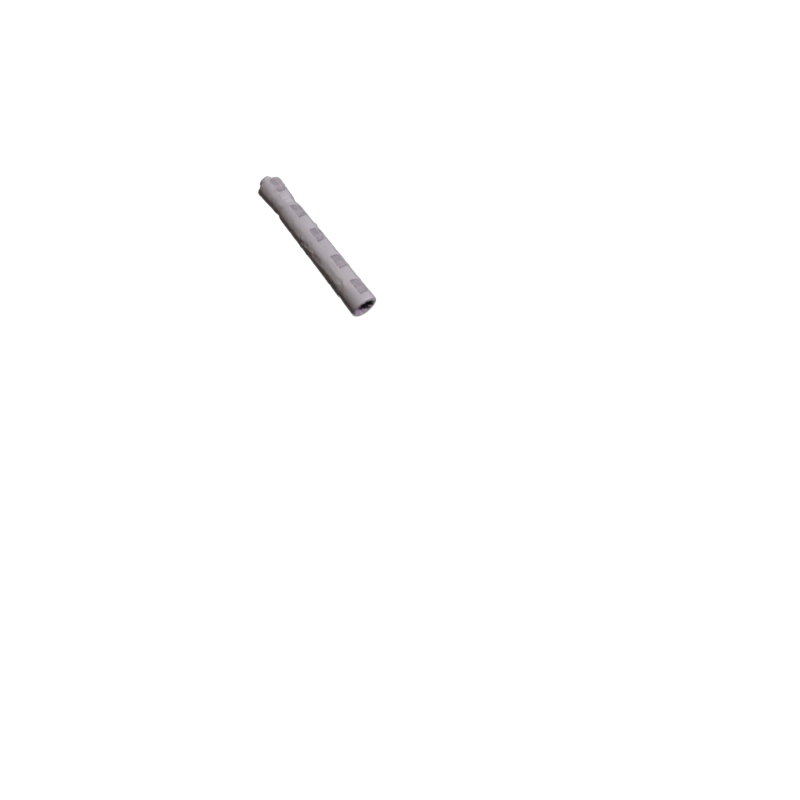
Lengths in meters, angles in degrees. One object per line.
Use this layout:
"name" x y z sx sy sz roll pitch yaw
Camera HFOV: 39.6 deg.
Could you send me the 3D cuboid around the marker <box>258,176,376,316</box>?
"marker" -0.058 -0.106 0.745 0.020 0.129 0.019 -30 -25 -16
